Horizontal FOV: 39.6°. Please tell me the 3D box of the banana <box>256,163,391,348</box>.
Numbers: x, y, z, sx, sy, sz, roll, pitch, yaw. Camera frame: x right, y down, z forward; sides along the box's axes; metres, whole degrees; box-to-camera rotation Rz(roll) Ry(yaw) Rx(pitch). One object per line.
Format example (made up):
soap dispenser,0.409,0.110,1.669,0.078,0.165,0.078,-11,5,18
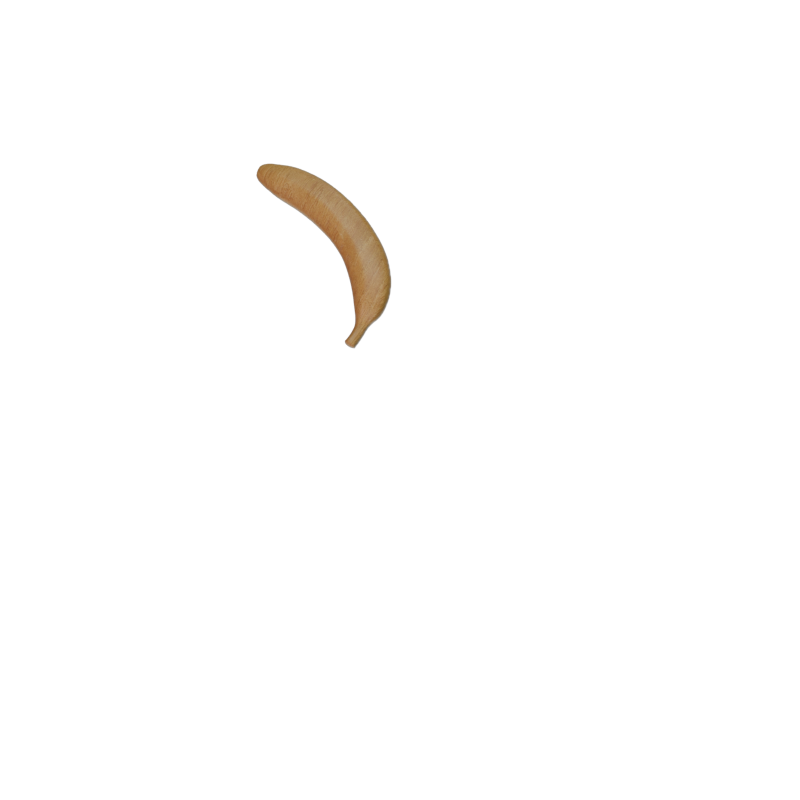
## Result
banana,-0.059,-0.145,0.988,0.069,0.210,0.035,-23,-25,-12
